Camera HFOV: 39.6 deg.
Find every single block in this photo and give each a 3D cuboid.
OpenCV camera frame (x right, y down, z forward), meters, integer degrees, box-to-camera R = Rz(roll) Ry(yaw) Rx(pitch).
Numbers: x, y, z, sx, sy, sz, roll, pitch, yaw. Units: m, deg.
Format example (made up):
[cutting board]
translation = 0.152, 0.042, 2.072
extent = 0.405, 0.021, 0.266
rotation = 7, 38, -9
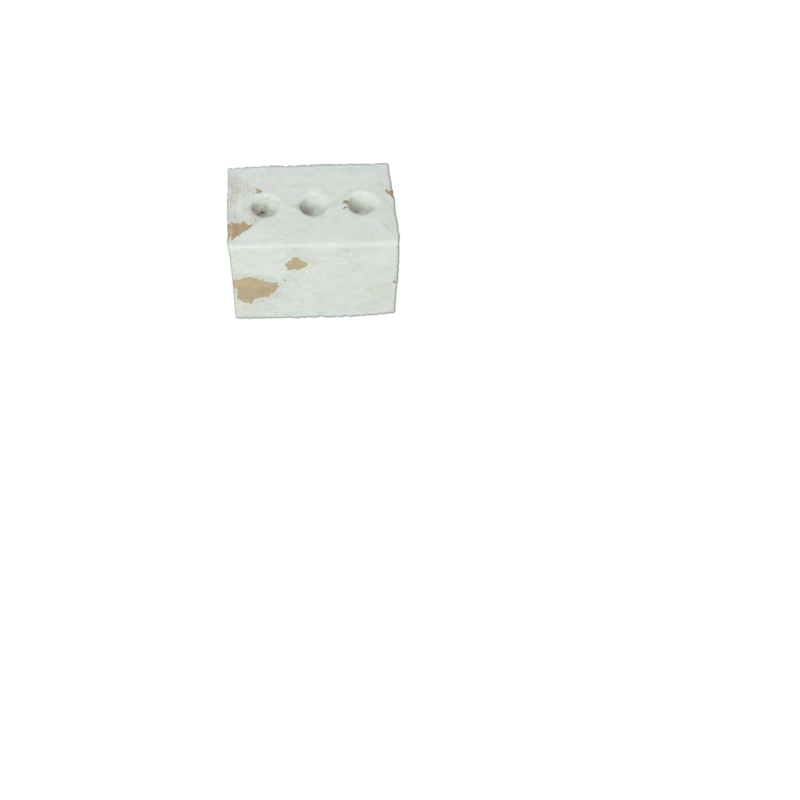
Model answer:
[block]
translation = -0.041, -0.074, 0.517
extent = 0.078, 0.057, 0.048
rotation = -3, -39, -3
